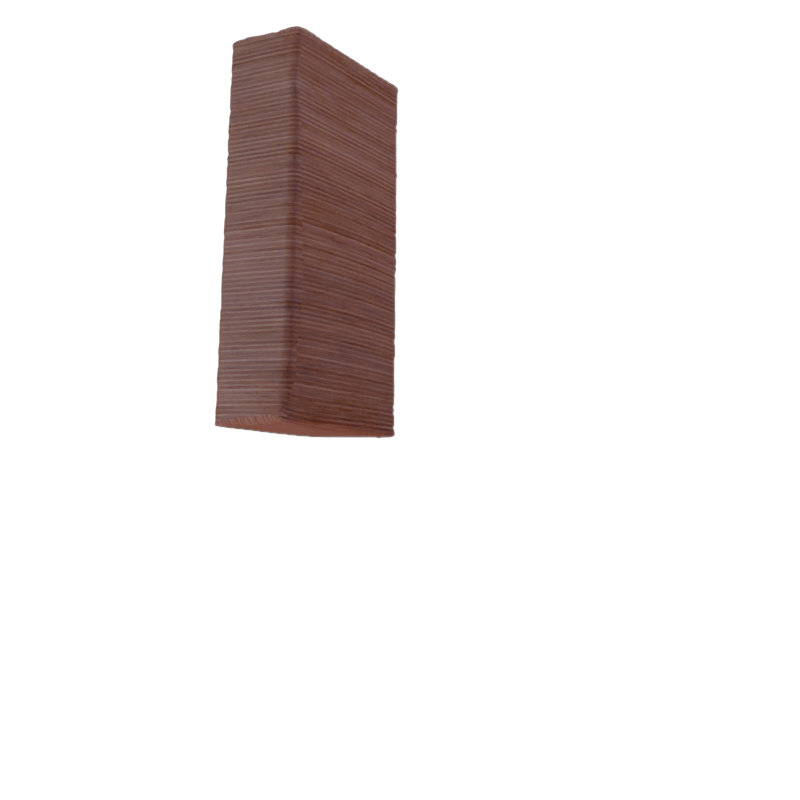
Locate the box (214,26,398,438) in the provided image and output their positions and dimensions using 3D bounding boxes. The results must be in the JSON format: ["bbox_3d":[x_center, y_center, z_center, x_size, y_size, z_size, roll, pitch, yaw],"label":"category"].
[{"bbox_3d":[-0.041,-0.074,0.517,0.049,0.182,0.088,-9,-15,30],"label":"box"}]
